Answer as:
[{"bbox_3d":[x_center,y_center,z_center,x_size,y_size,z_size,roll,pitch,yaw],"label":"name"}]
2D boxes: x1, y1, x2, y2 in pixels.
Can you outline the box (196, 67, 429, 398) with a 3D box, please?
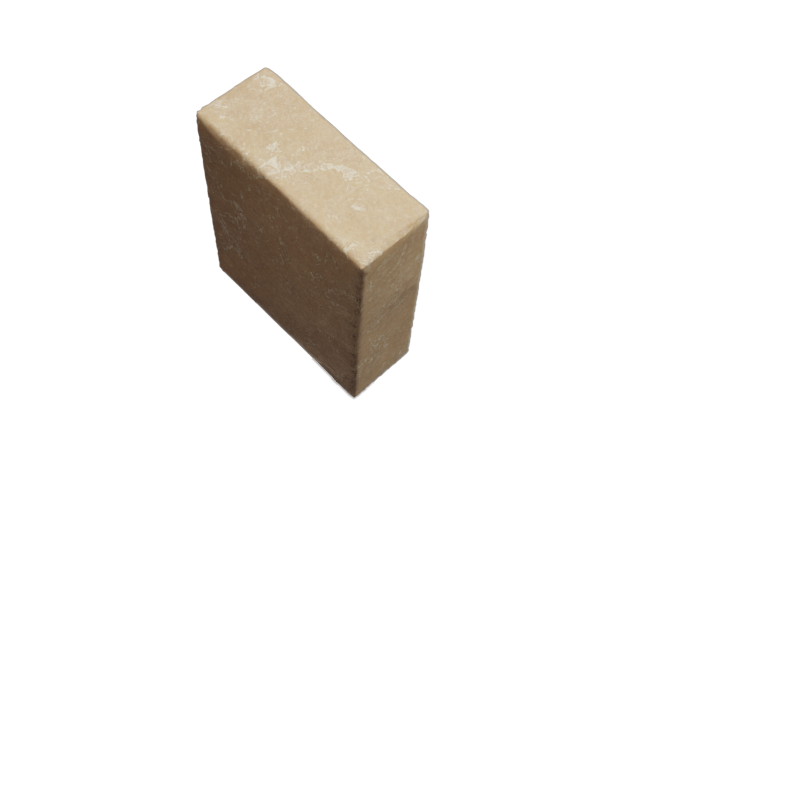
[{"bbox_3d":[-0.063,-0.115,0.808,0.072,0.173,0.202,-39,-19,-19],"label":"box"}]
